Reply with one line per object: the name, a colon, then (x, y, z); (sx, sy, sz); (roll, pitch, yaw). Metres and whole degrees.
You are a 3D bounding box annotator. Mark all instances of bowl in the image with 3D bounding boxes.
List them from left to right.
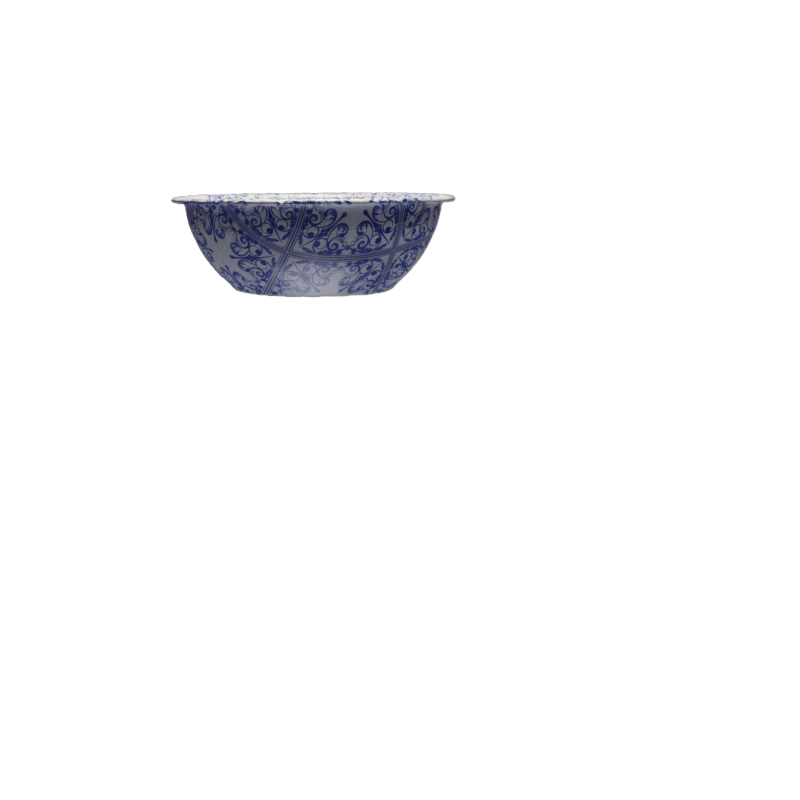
bowl: (-0.050, -0.091, 0.638); (0.162, 0.054, 0.165); (0, 11, -2)
